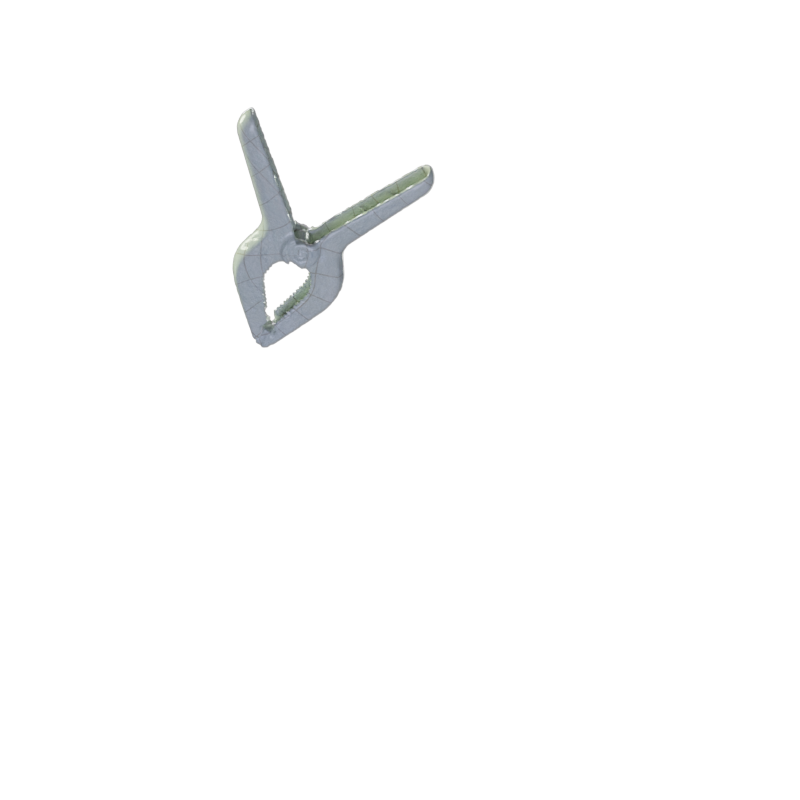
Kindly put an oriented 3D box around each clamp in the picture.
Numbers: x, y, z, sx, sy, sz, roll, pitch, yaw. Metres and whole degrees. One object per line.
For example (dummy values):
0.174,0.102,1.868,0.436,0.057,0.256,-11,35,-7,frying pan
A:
-0.072,-0.132,0.922,0.162,0.200,0.039,12,31,-8,clamp
